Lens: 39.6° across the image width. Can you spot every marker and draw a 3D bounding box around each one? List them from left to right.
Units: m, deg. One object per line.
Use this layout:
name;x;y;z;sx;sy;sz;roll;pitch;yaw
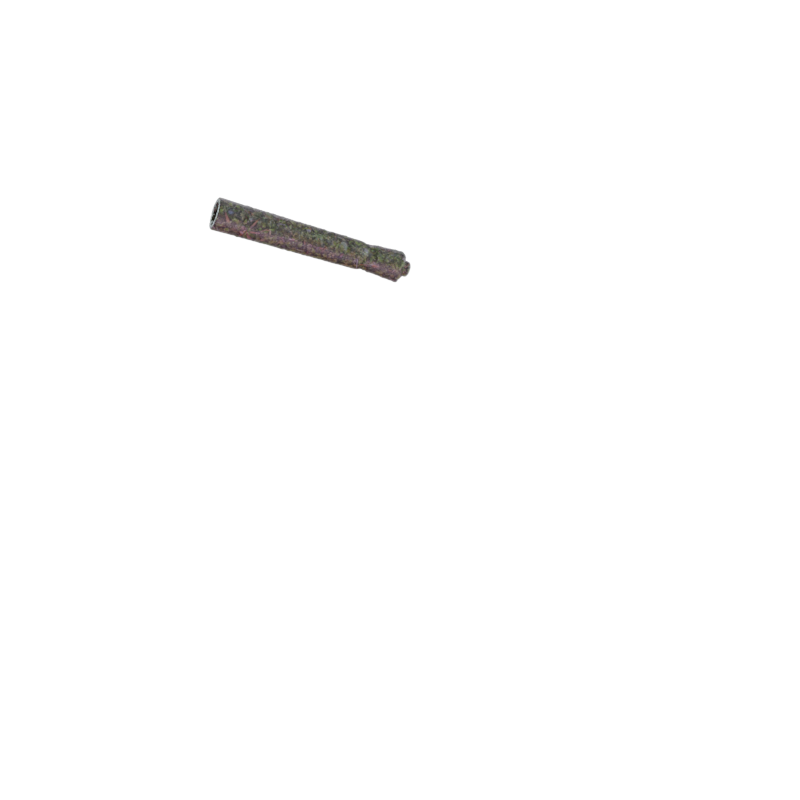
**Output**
marker;-0.050;-0.092;0.641;0.117;0.020;0.020;14;-1;-16
